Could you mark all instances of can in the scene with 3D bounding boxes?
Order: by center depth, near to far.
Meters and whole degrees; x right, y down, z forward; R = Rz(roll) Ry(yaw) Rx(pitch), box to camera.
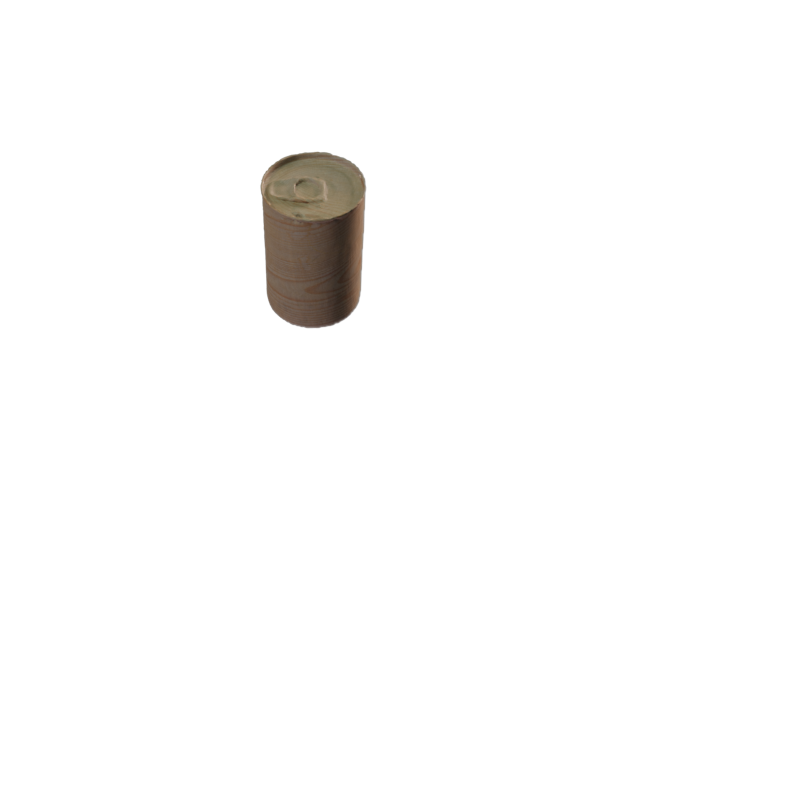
[{"bbox_3d":[-0.058,-0.106,0.743,0.068,0.074,0.095,0,-43,-3],"label":"can"}]
